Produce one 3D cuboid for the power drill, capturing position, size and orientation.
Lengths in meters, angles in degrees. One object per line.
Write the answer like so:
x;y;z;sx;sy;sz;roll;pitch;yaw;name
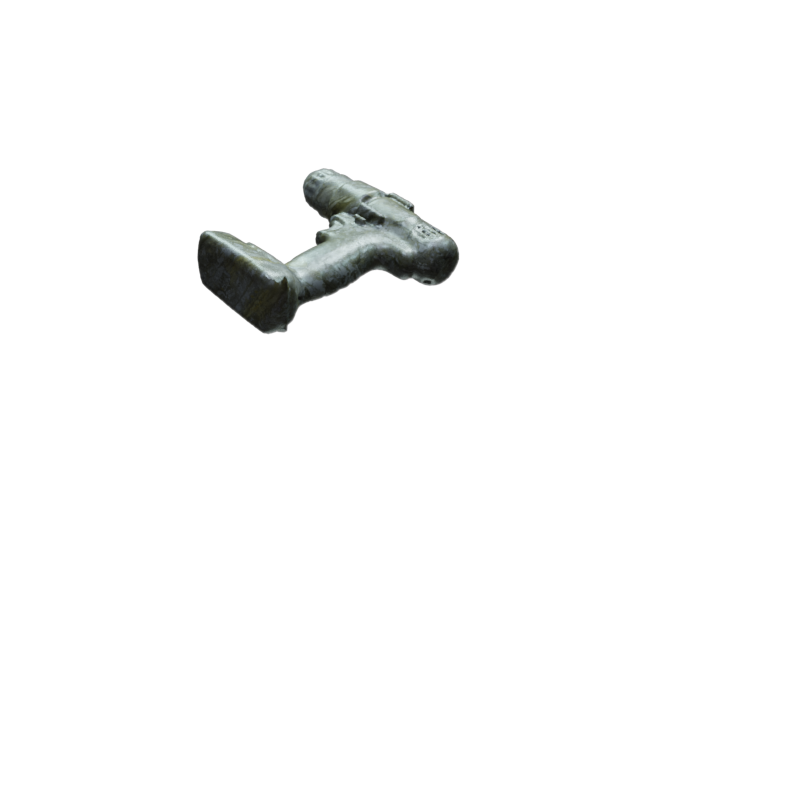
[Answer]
-0.073;-0.133;0.932;0.186;0.054;0.198;-25;42;-32;power drill
